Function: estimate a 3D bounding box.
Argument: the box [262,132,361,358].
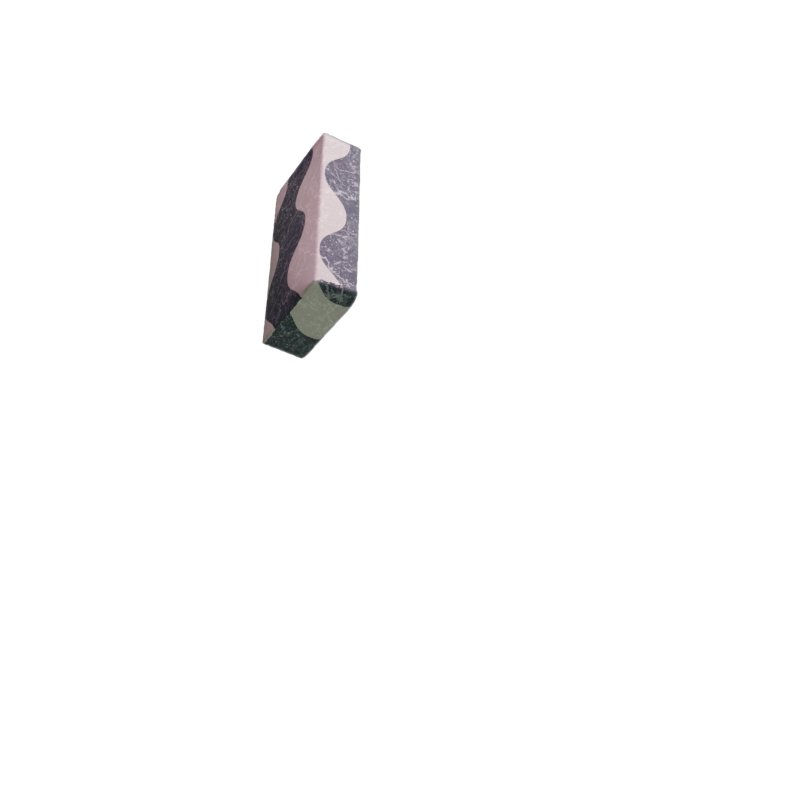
[{"bbox_3d":[-0.074,-0.134,0.935,0.046,0.189,0.091,21,-45,-26],"label":"box"}]
